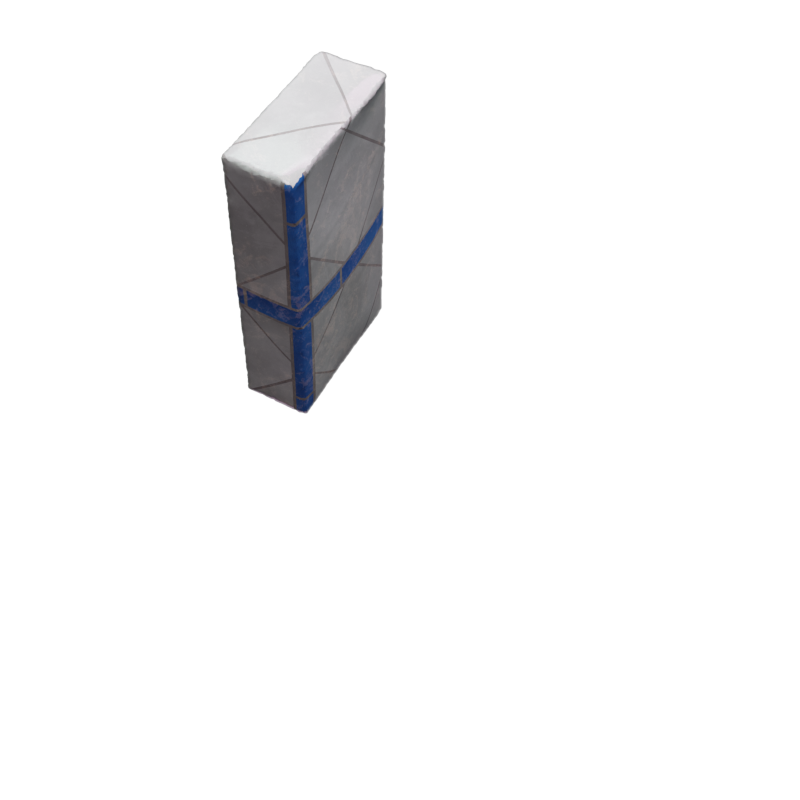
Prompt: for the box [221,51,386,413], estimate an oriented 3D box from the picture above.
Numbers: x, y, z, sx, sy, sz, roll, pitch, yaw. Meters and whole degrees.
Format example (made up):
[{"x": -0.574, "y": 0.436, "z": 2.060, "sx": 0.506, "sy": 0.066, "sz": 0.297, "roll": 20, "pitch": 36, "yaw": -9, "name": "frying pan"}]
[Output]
[{"x": -0.045, "y": -0.082, "z": 0.579, "sx": 0.050, "sy": 0.096, "sz": 0.164, "roll": 24, "pitch": -35, "yaw": 14, "name": "box"}]
